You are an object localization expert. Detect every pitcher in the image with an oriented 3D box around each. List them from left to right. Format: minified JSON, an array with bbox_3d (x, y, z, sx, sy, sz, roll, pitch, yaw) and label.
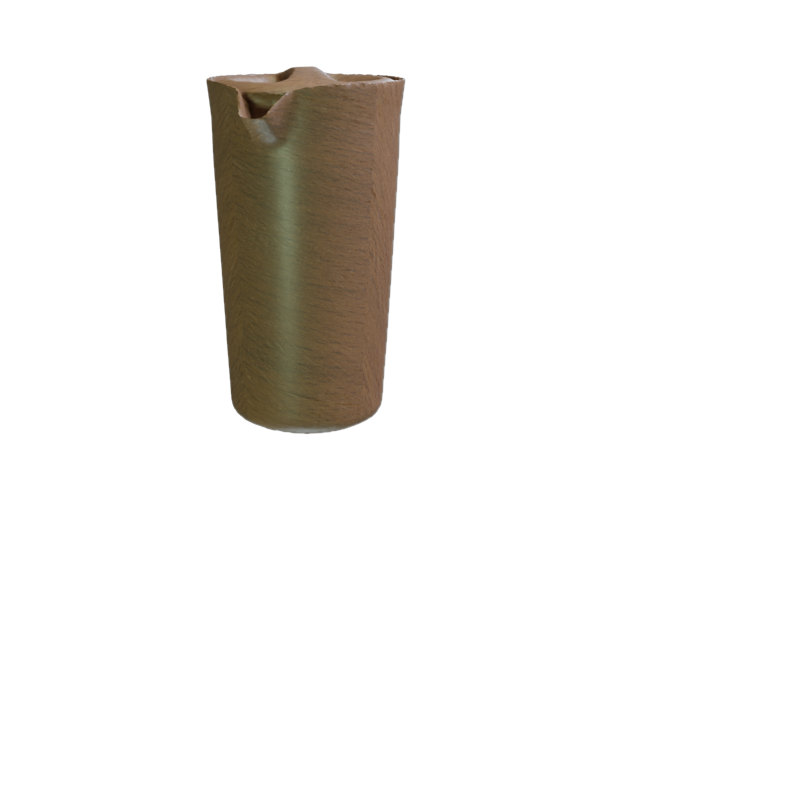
[{"bbox_3d":[-0.061,-0.111,0.776,0.146,0.235,0.153,-6,16,-25],"label":"pitcher"}]
